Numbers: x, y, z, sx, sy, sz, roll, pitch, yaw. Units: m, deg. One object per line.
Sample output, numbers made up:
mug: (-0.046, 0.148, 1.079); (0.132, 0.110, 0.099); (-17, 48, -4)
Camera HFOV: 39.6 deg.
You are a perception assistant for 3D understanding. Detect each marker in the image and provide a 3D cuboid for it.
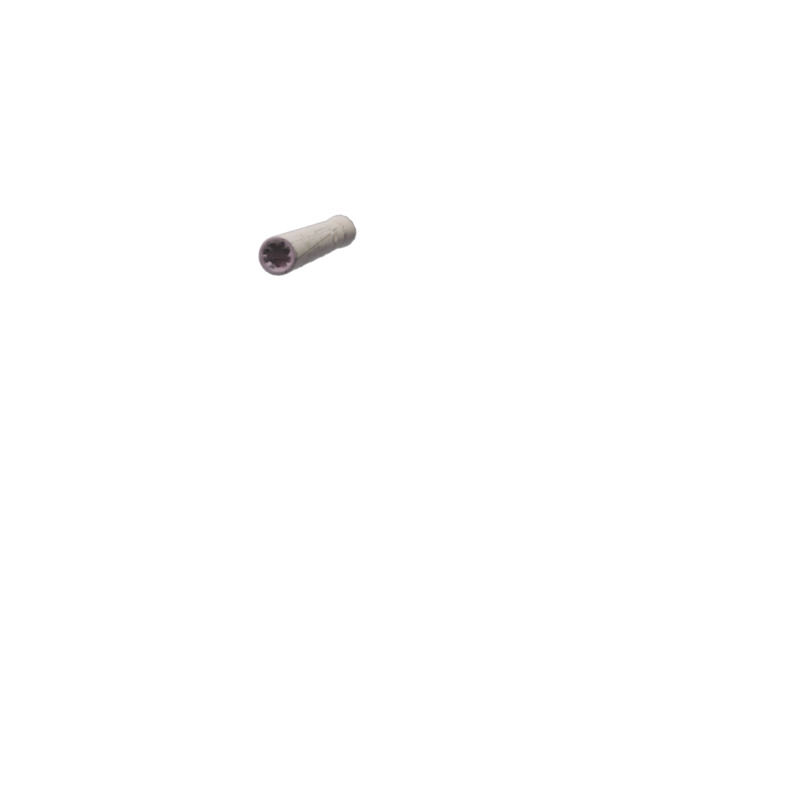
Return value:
marker: (-0.044, -0.081, 0.568); (0.020, 0.019, 0.122); (1, 14, 12)
